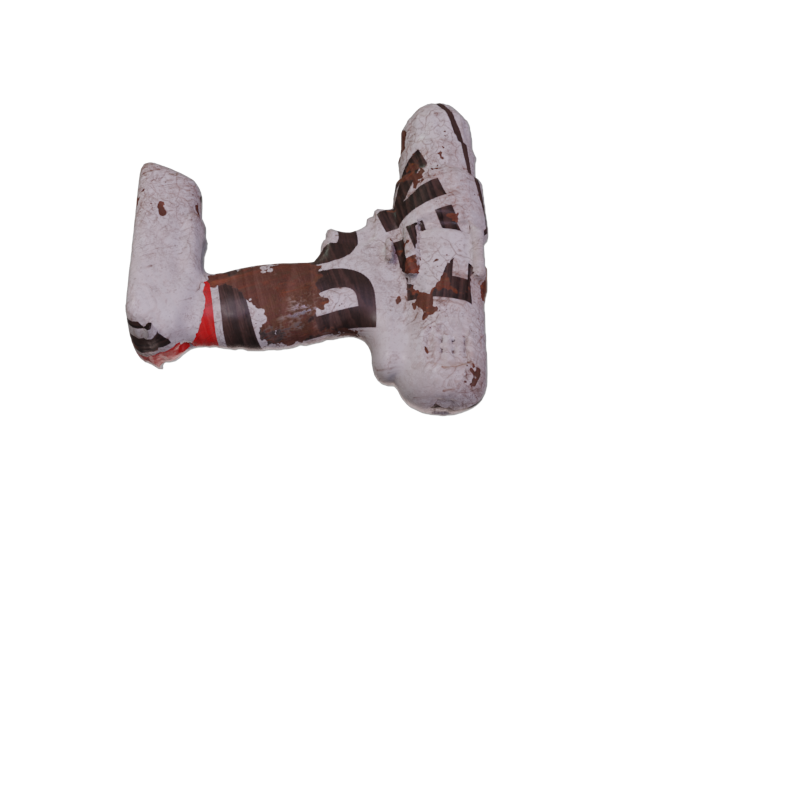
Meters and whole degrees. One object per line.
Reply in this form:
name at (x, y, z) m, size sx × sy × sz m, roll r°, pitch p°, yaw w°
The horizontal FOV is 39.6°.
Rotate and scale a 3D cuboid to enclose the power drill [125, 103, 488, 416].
power drill at (-0.046, -0.084, 0.591) m, size 0.188 × 0.196 × 0.054 m, roll 1°, pitch -30°, yaw 0°
